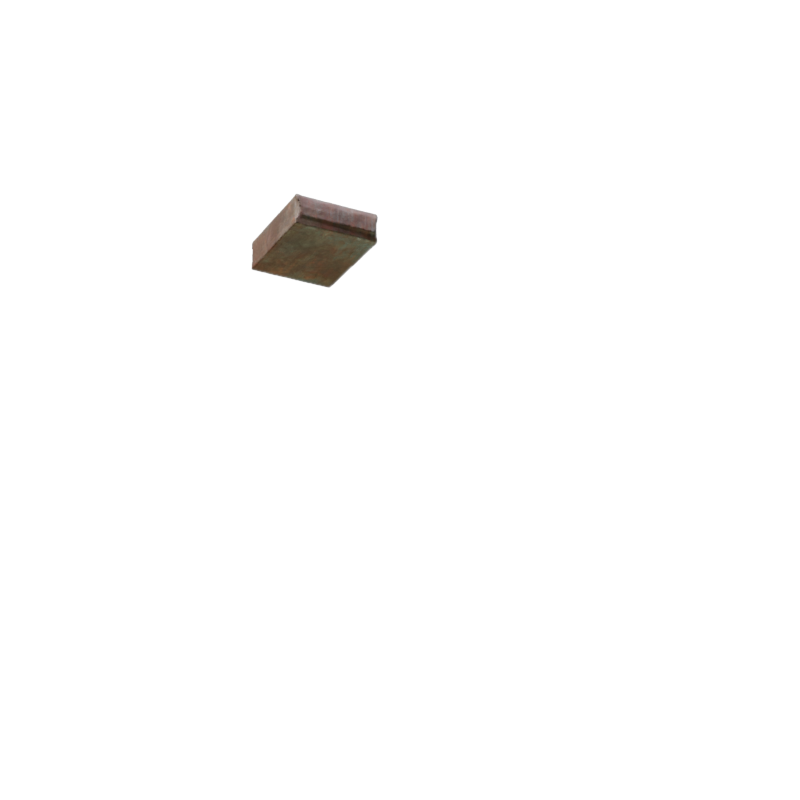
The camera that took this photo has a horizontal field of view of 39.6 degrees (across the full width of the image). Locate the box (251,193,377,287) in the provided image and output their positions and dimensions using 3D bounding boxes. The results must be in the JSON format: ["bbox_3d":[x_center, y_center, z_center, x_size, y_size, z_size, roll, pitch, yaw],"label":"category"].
[{"bbox_3d":[-0.070,-0.128,0.897,0.070,0.032,0.088,12,-27,-25],"label":"box"}]
